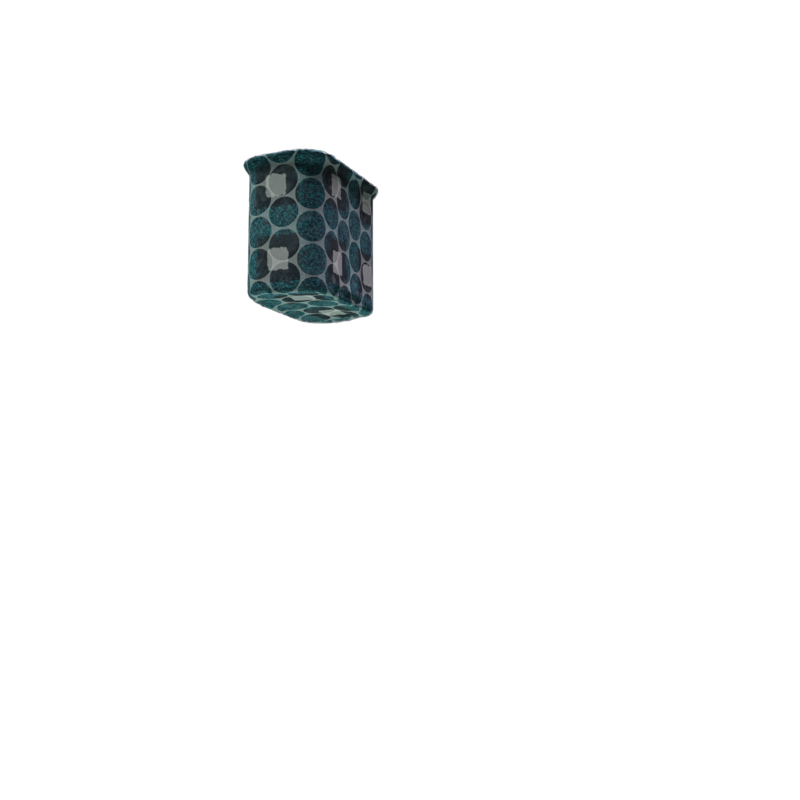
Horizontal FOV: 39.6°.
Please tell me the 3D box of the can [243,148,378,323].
[{"bbox_3d":[-0.053,-0.096,0.676,0.059,0.086,0.097,-6,-12,23],"label":"can"}]
